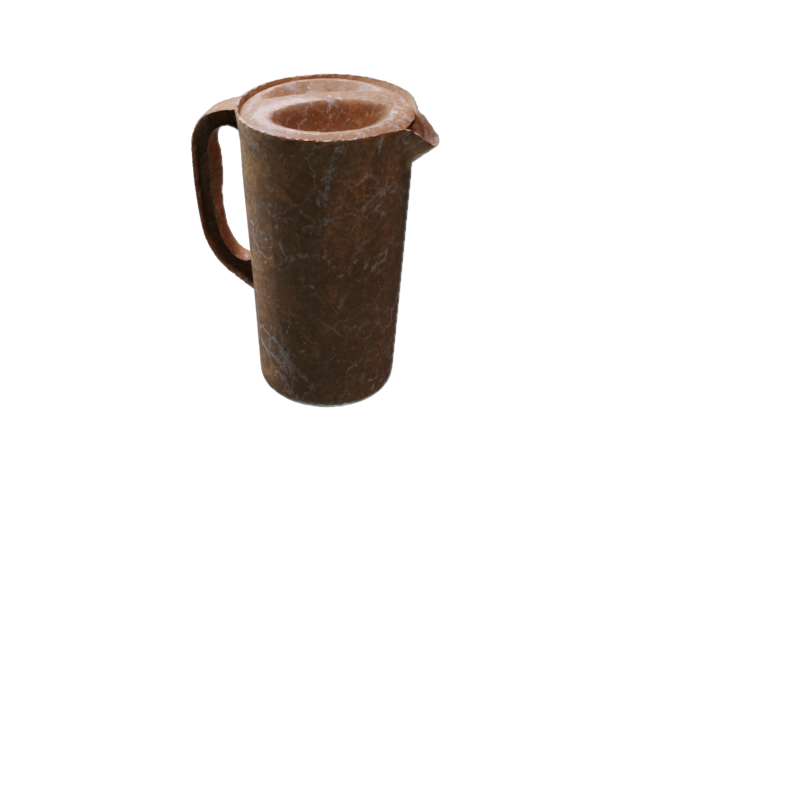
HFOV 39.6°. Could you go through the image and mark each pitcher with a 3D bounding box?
[{"bbox_3d":[-0.067,-0.122,0.856,0.143,0.229,0.161,-15,35,-26],"label":"pitcher"}]
